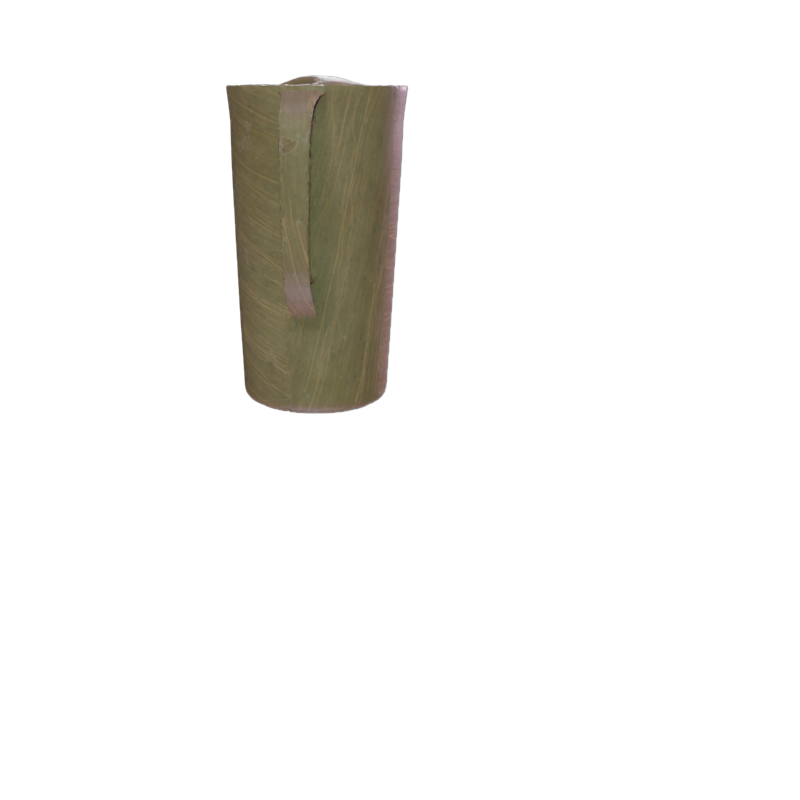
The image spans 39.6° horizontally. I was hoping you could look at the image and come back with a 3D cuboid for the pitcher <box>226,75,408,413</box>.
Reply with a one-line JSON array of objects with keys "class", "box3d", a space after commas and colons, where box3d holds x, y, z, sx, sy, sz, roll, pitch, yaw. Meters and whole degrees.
[{"class": "pitcher", "box3d": [-0.064, -0.117, 0.818, 0.145, 0.239, 0.152, -7, 12, -40]}]
